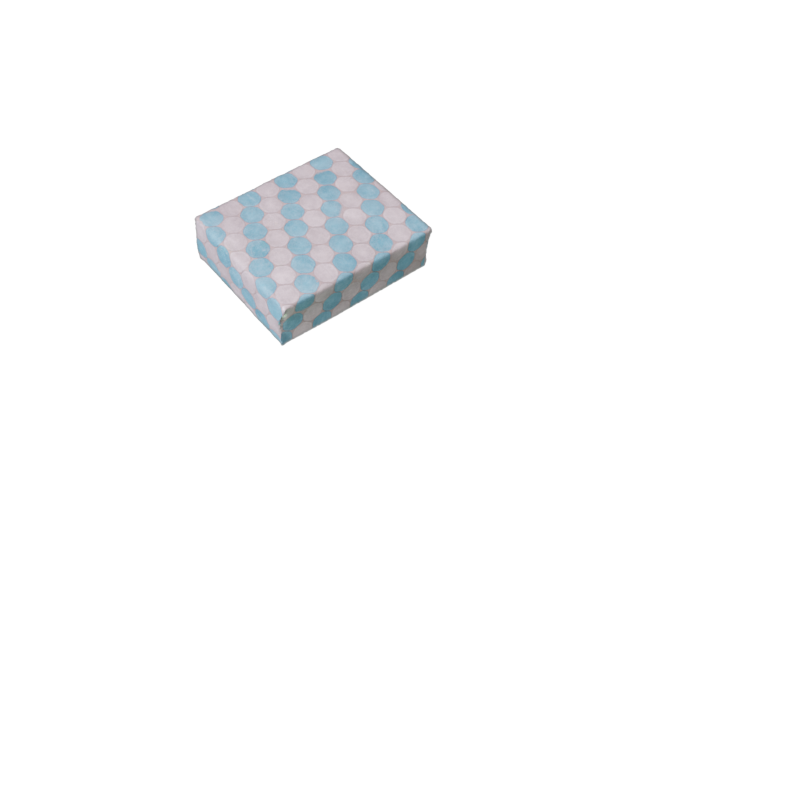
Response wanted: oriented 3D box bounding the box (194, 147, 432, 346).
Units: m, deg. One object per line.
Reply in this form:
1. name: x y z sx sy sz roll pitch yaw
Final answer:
1. box: -0.052 -0.095 0.665 0.114 0.036 0.096 -32 58 -24
